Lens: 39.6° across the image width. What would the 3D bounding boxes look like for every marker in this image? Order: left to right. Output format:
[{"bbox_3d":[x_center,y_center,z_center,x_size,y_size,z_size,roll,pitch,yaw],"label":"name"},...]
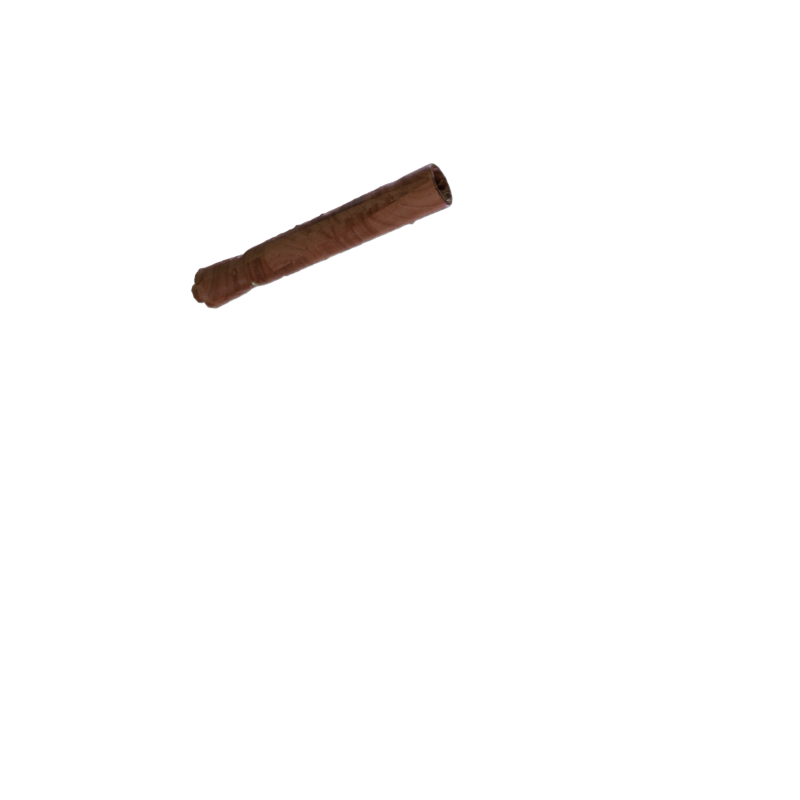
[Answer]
[{"bbox_3d":[-0.036,-0.065,0.459,0.122,0.020,0.019,-20,-5,23],"label":"marker"}]
